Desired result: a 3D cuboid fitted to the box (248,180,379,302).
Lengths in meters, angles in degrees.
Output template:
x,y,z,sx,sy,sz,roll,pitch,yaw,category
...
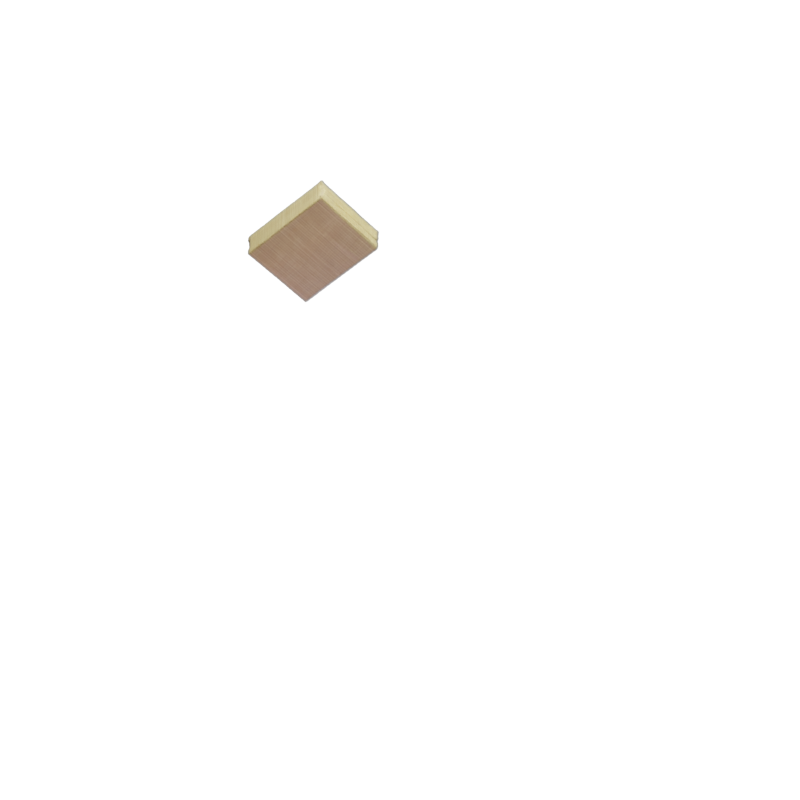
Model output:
x,y,z,sx,sy,sz,roll,pitch,yaw,category
-0.074,-0.136,0.950,0.088,0.032,0.069,-35,-59,24,box
